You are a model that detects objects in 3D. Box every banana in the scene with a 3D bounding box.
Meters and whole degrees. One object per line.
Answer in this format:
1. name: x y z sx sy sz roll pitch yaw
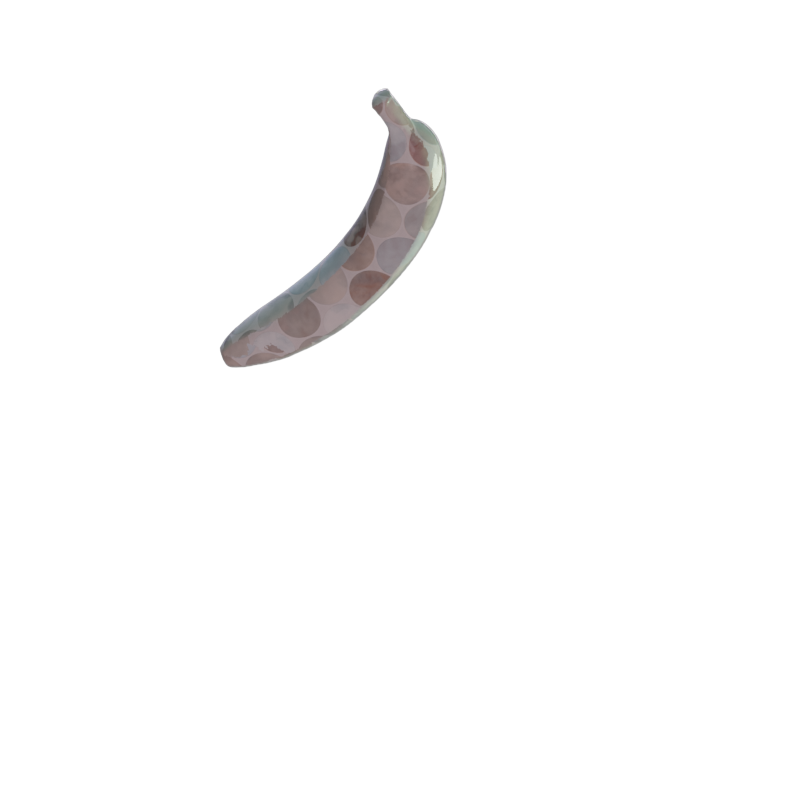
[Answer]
1. banana: -0.028 -0.081 0.595 0.067 0.191 0.039 23 35 -19
